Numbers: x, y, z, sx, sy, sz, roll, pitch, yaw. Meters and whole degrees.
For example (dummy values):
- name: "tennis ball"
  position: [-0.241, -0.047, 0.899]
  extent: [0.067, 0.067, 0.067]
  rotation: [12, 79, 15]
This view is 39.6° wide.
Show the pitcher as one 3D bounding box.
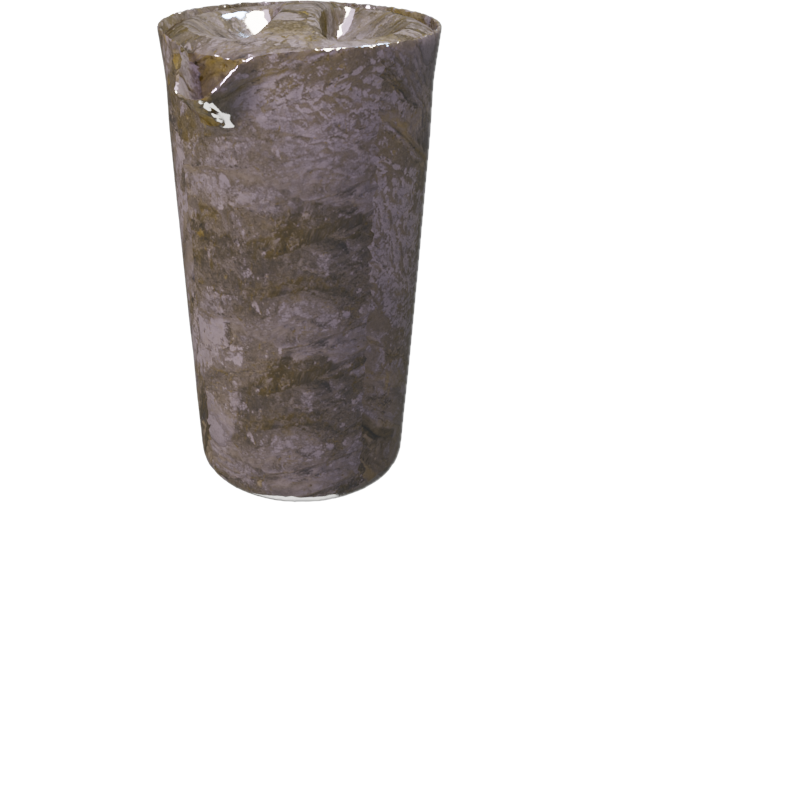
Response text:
- name: "pitcher"
  position: [-0.045, -0.081, 0.571]
  extent: [0.147, 0.231, 0.155]
  rotation: [-5, 25, -15]
